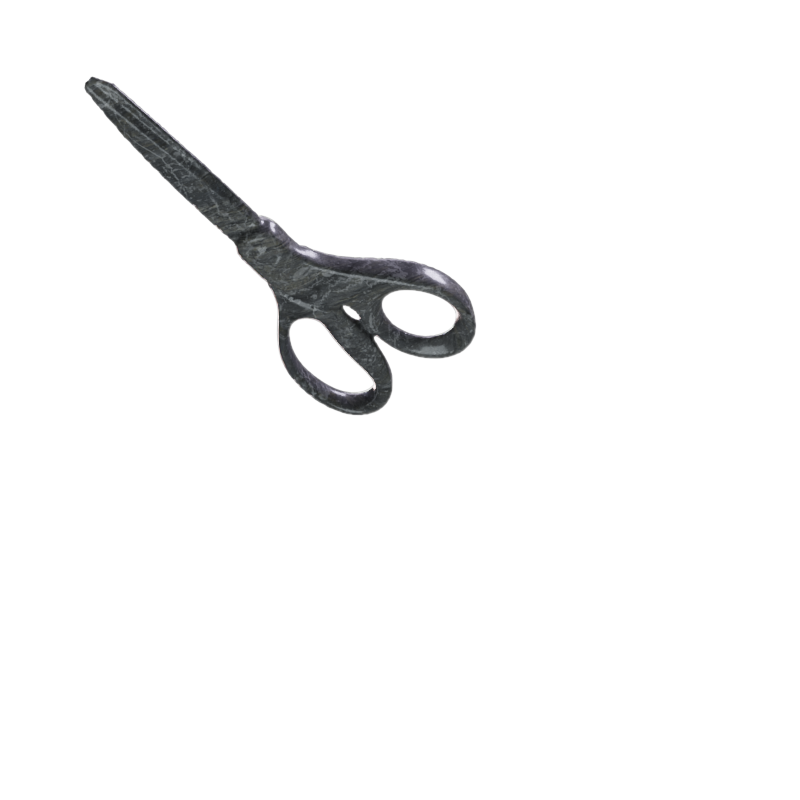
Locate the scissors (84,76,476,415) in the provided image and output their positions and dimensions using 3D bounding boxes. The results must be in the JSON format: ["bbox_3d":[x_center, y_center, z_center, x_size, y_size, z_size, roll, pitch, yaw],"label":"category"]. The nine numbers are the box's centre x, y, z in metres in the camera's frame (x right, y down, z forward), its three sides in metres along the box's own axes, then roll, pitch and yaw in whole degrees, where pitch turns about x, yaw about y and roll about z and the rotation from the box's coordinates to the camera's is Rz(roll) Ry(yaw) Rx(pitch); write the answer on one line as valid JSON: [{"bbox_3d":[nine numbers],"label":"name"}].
[{"bbox_3d":[-0.035,-0.064,0.445,0.097,0.017,0.186,-16,-48,15],"label":"scissors"}]
